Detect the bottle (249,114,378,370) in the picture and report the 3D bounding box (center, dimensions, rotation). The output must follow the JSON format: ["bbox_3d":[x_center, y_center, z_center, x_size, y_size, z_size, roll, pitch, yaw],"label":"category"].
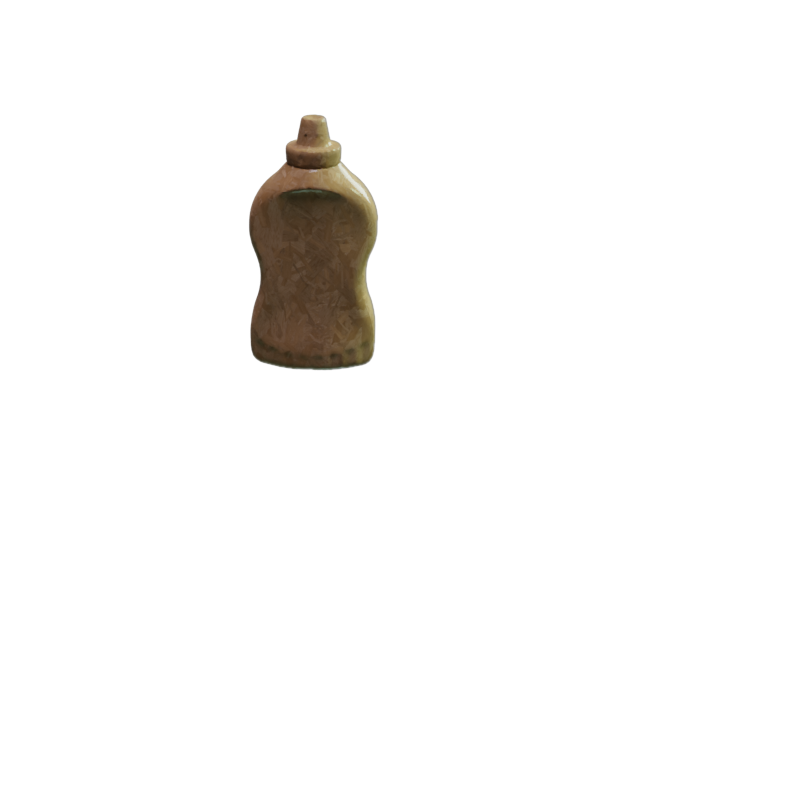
[{"bbox_3d":[-0.065,-0.119,0.834,0.097,0.183,0.061,3,22,3],"label":"bottle"}]
